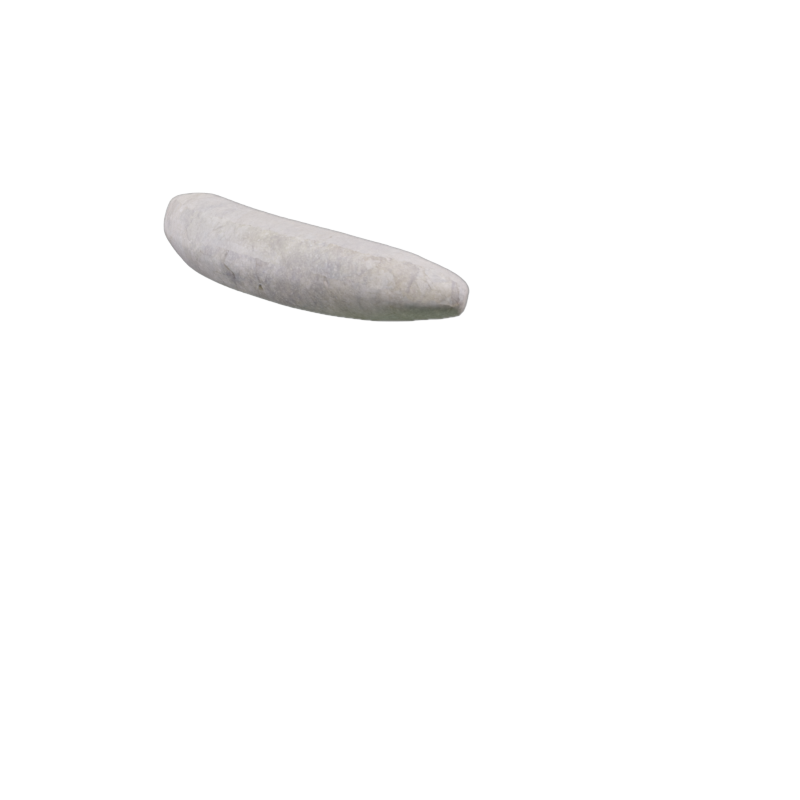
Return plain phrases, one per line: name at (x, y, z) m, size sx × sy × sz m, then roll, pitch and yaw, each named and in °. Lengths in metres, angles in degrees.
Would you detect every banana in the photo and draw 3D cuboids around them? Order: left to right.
banana at (-0.057, -0.071, 0.512) m, size 0.068 × 0.035 × 0.211 m, roll -15°, pitch 27°, yaw -34°
